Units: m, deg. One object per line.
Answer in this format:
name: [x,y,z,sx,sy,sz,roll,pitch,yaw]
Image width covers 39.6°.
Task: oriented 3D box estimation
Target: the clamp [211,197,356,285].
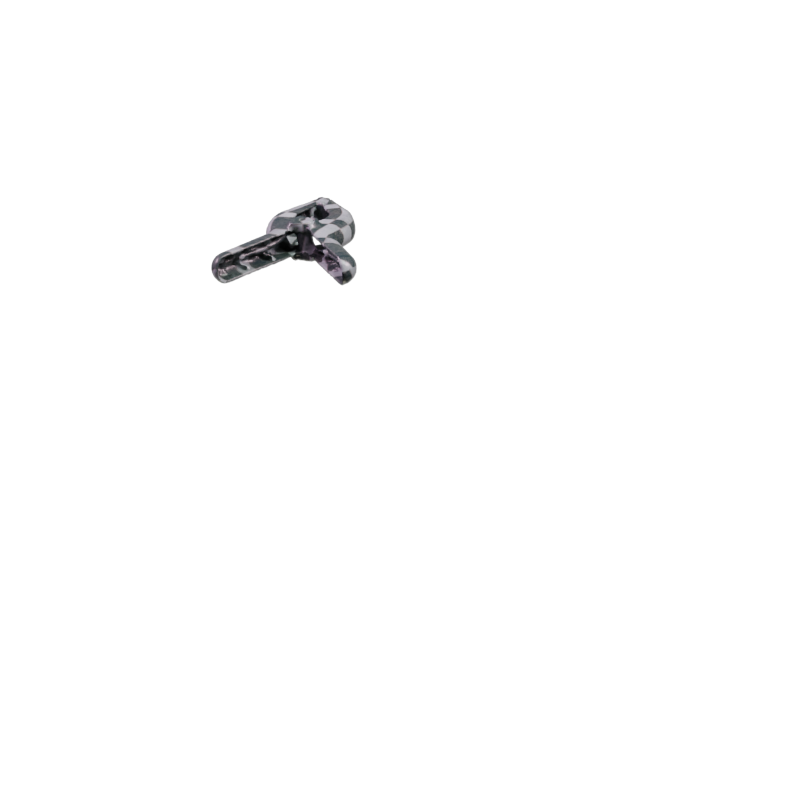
clamp: [-0.075,-0.137,0.958,0.124,0.037,0.176,10,31,17]
